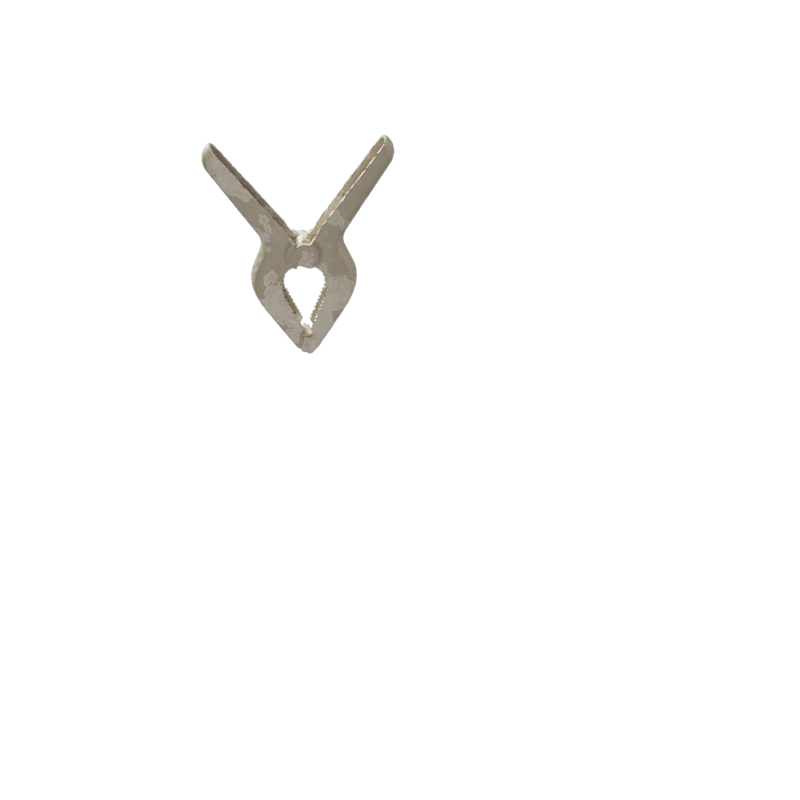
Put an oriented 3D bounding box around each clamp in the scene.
[{"bbox_3d":[-0.077,-0.141,0.986,0.165,0.198,0.038,-7,26,3],"label":"clamp"}]
